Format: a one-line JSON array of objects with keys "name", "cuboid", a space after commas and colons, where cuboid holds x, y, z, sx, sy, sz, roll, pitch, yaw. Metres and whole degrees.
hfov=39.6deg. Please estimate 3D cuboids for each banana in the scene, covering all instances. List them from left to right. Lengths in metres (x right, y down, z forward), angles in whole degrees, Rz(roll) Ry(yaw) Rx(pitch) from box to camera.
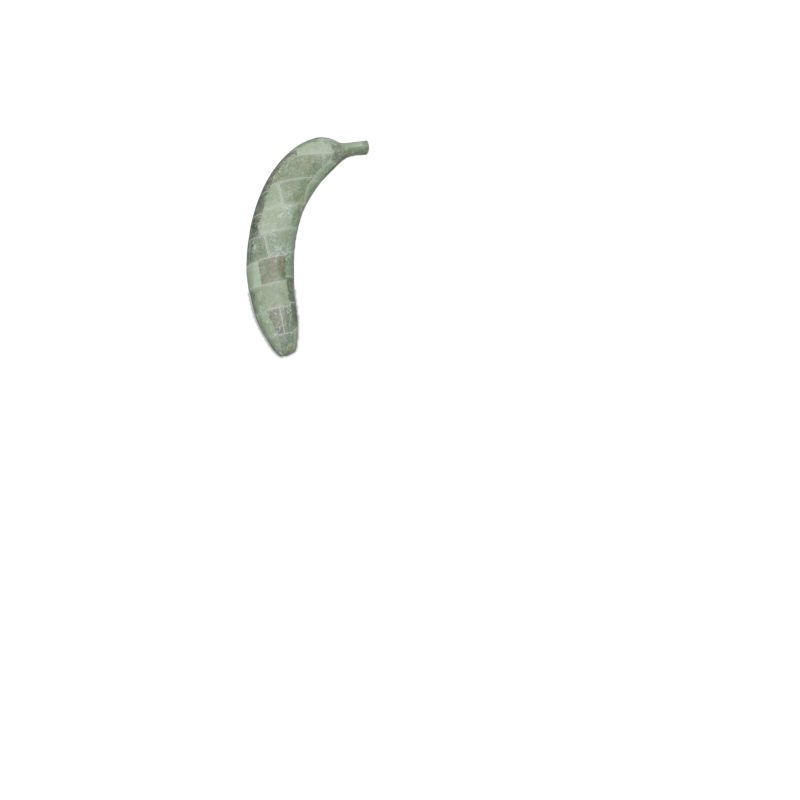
[{"name": "banana", "cuboid": [-0.085, -0.134, 0.877, 0.070, 0.205, 0.035, 17, -19, 5]}]
